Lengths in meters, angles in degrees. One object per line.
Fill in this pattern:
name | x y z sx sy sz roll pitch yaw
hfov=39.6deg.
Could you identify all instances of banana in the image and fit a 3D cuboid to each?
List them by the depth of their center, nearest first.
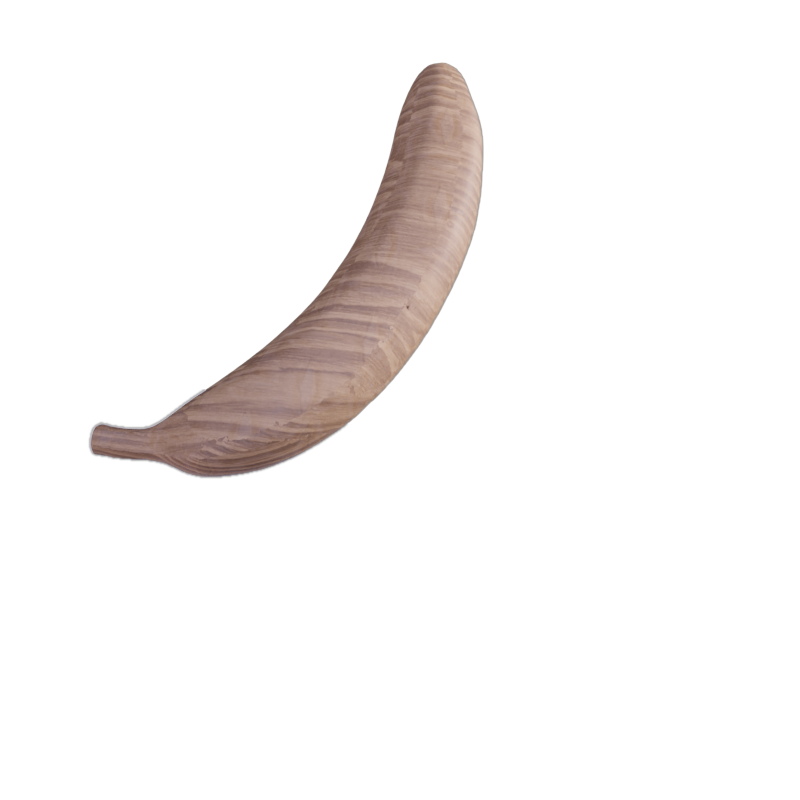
banana | -0.018 -0.042 0.385 0.072 0.201 0.035 34 -22 14
